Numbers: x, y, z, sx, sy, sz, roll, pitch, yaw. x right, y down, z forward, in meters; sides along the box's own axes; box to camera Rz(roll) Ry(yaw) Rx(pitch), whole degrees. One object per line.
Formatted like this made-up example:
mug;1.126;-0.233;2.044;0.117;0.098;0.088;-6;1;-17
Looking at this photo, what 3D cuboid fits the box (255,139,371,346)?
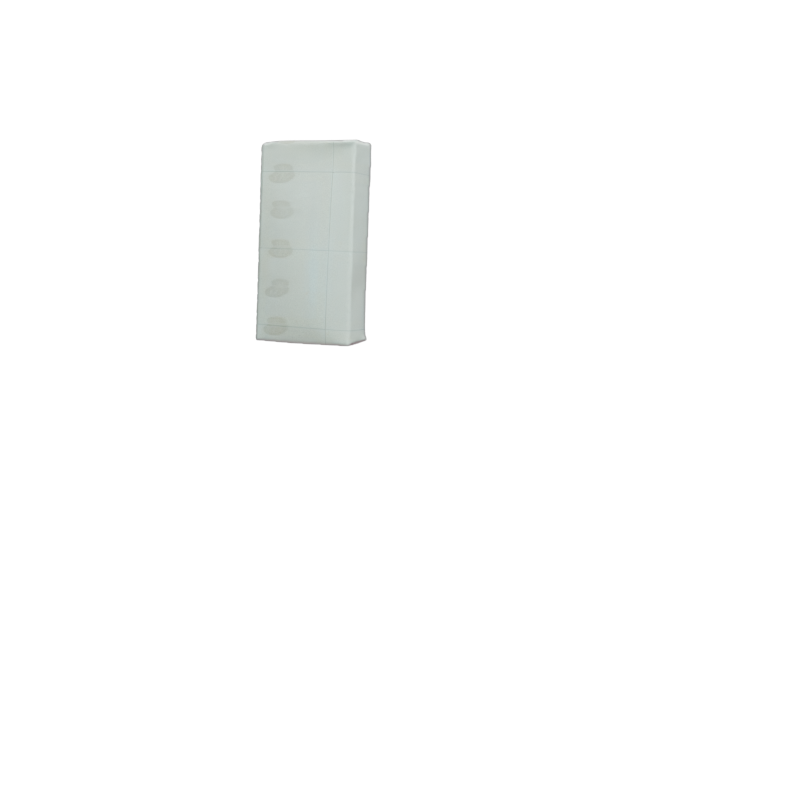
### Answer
box;-0.076;-0.139;0.970;0.096;0.175;0.047;2;3;23
